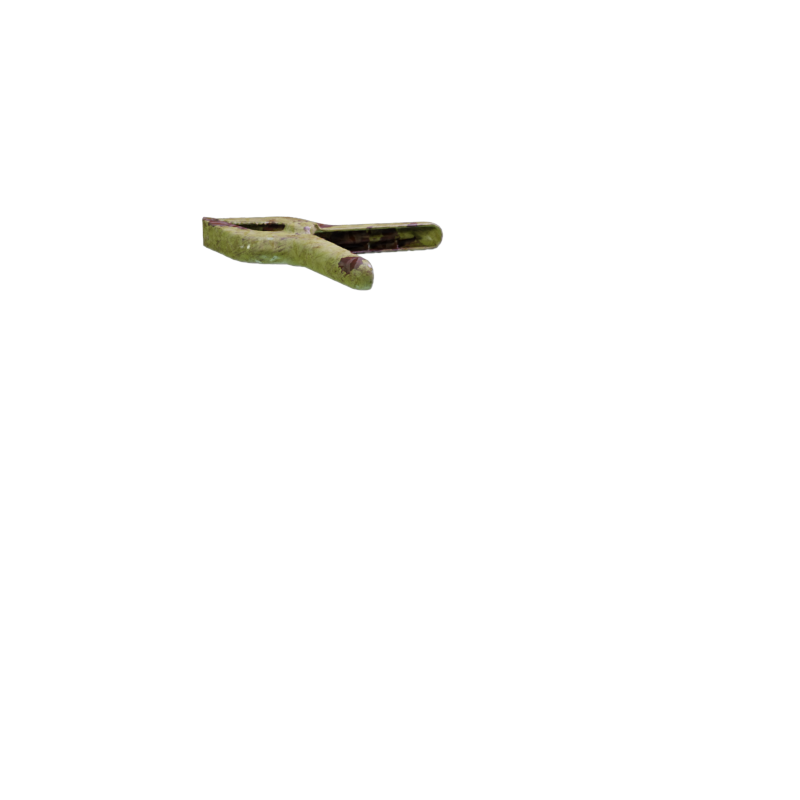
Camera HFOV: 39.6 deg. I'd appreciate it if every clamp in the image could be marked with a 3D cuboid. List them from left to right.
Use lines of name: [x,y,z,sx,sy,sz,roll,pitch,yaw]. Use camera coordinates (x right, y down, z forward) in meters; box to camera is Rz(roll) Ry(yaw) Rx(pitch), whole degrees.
clamp: [-0.076,-0.139,0.970,0.220,0.035,0.163,12,23,30]
